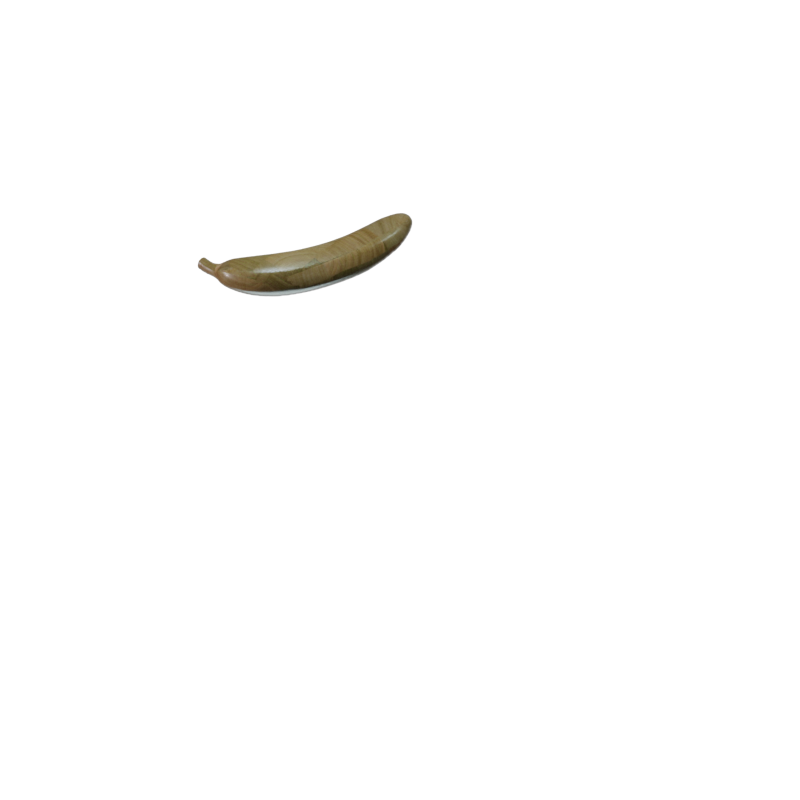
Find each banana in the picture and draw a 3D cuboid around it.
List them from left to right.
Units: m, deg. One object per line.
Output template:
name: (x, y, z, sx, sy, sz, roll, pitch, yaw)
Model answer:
banana: (-0.074, -0.126, 0.968, 0.196, 0.075, 0.034, -13, -42, -12)
